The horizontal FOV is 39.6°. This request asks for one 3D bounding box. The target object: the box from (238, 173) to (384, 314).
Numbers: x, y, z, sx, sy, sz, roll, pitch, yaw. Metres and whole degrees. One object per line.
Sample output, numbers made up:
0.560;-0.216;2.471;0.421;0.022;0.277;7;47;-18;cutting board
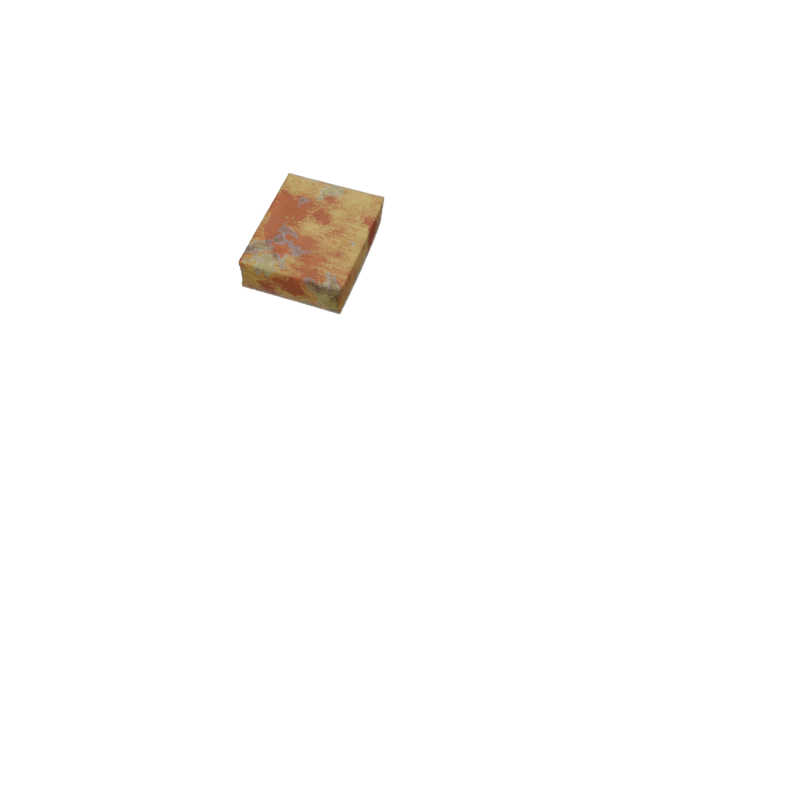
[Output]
-0.073;-0.133;0.932;0.092;0.119;0.036;15;-38;12;box
